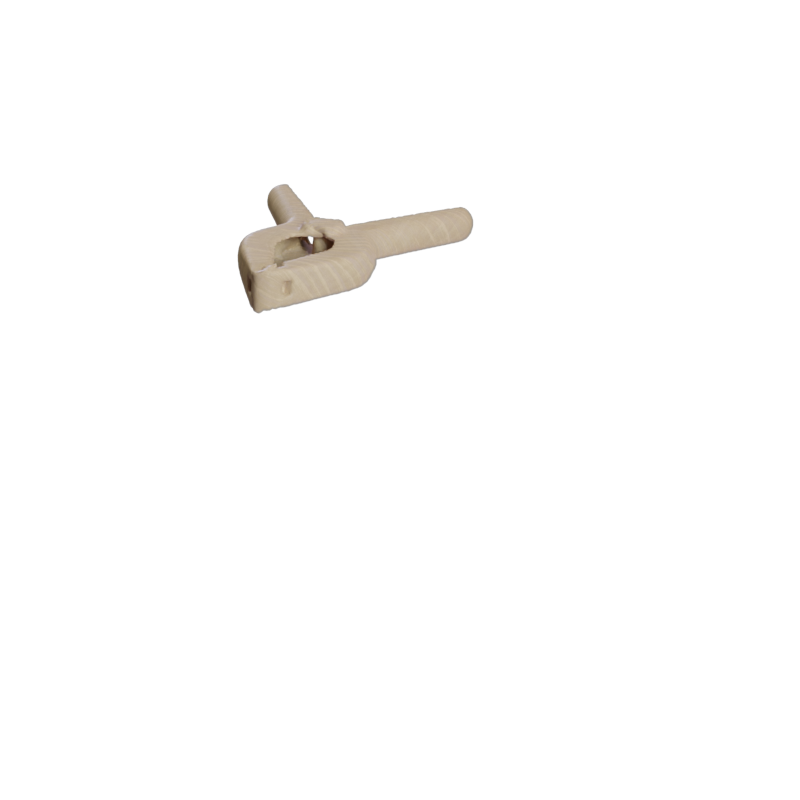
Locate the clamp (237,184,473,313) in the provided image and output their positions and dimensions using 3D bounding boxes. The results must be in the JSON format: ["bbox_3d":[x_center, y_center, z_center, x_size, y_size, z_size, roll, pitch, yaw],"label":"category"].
[{"bbox_3d":[-0.061,-0.112,0.782,0.171,0.035,0.212,12,28,25],"label":"clamp"}]
